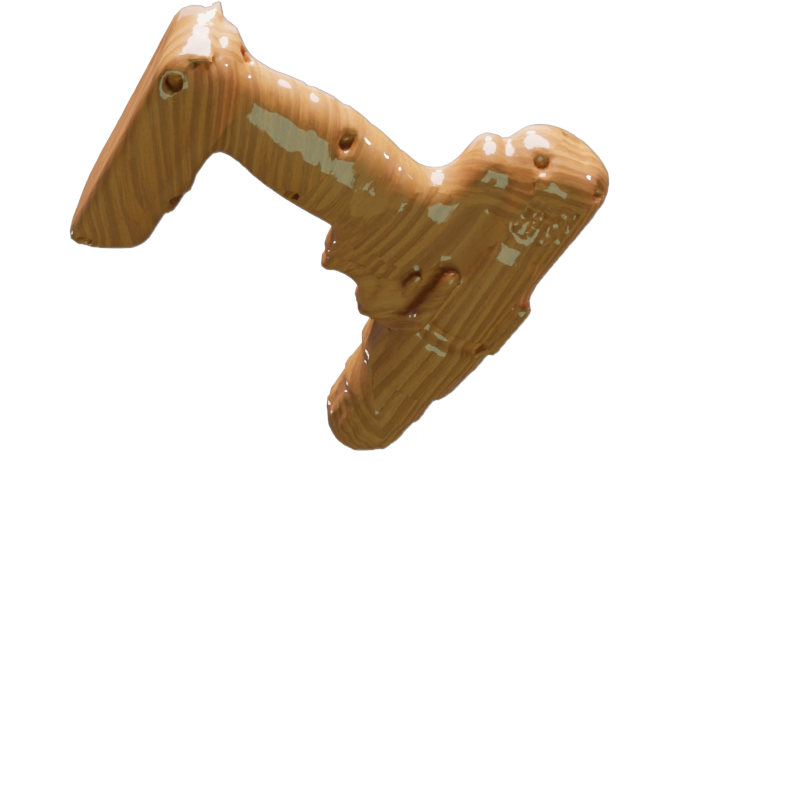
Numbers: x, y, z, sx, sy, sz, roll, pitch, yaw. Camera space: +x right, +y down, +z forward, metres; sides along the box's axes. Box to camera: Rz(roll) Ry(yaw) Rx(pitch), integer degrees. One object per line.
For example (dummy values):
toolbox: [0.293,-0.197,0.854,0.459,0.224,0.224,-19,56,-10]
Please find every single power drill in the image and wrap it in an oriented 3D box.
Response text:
power drill: [-0.036,-0.066,0.464,0.181,0.179,0.061,24,34,-18]
